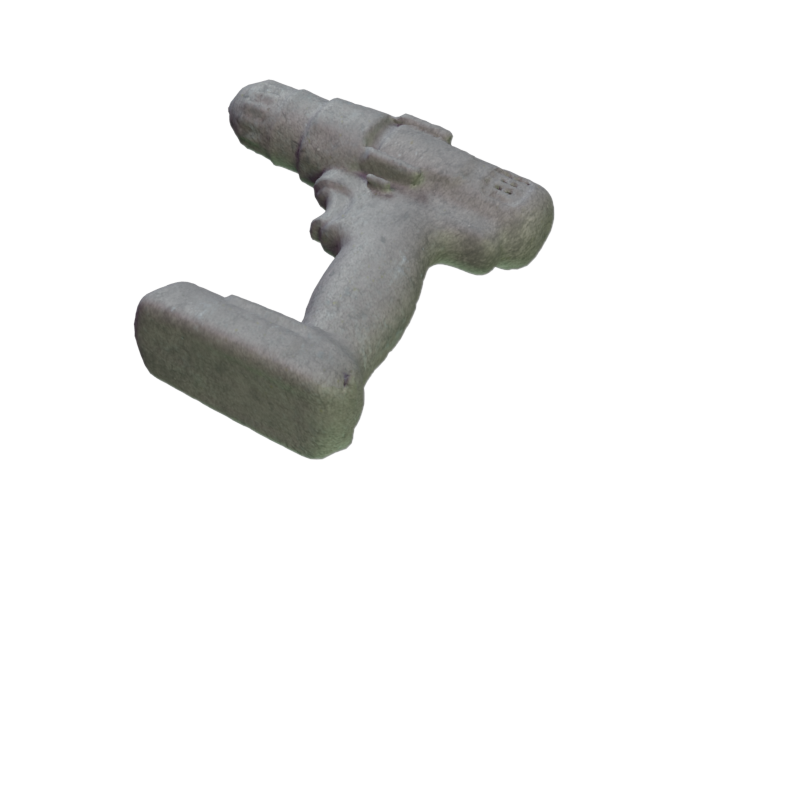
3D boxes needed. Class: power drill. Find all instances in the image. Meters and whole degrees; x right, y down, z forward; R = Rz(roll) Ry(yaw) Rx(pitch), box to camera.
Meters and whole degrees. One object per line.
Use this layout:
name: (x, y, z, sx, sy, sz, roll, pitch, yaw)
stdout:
power drill: (-0.042, -0.076, 0.532, 0.192, 0.053, 0.193, 24, 53, 19)
